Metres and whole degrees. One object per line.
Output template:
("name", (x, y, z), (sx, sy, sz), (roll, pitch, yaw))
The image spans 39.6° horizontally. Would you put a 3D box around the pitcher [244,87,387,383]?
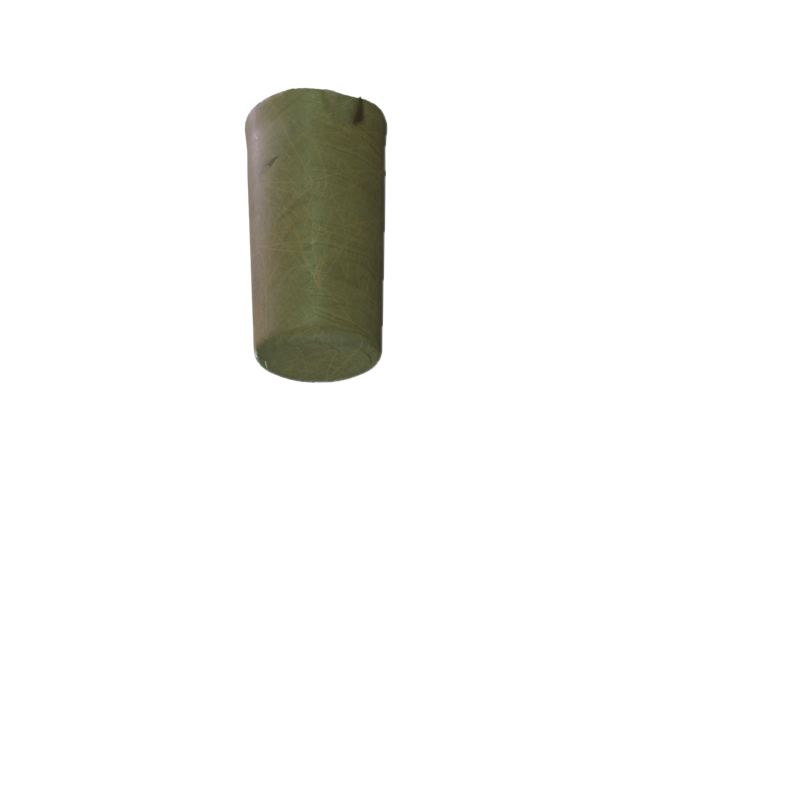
("pitcher", (-0.077, -0.141, 0.988), (0.147, 0.257, 0.139), (-11, -27, 18))
